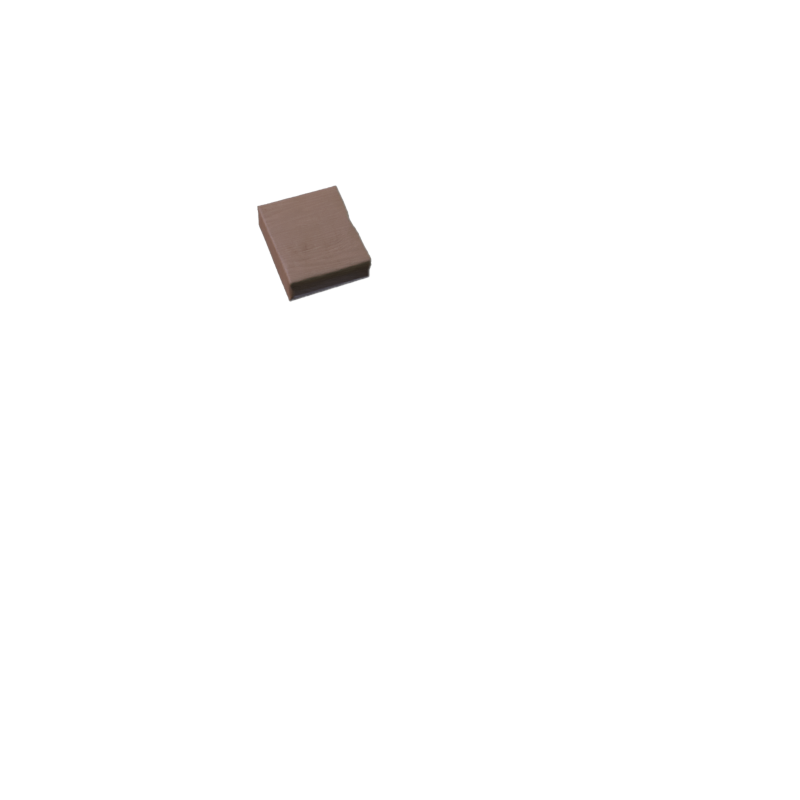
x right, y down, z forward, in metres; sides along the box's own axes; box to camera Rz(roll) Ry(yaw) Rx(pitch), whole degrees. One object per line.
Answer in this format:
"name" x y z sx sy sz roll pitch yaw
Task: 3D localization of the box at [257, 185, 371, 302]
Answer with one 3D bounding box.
"box" -0.074 -0.134 0.940 0.072 0.096 0.028 -17 -32 -12
